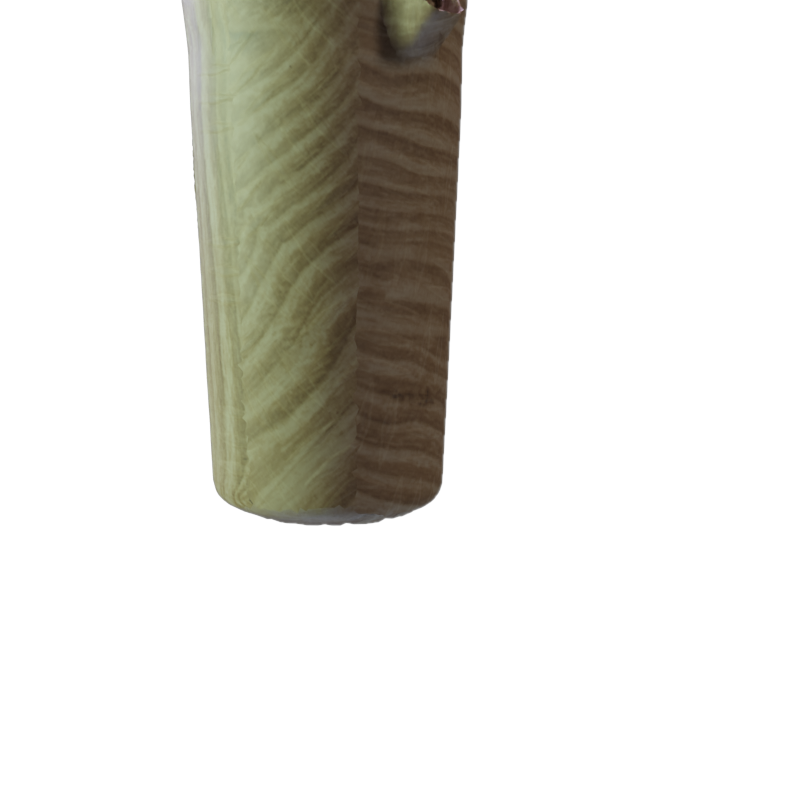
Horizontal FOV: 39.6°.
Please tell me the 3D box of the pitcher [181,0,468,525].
[{"bbox_3d":[-0.041,-0.075,0.528,0.146,0.242,0.149,0,3,4],"label":"pitcher"}]
